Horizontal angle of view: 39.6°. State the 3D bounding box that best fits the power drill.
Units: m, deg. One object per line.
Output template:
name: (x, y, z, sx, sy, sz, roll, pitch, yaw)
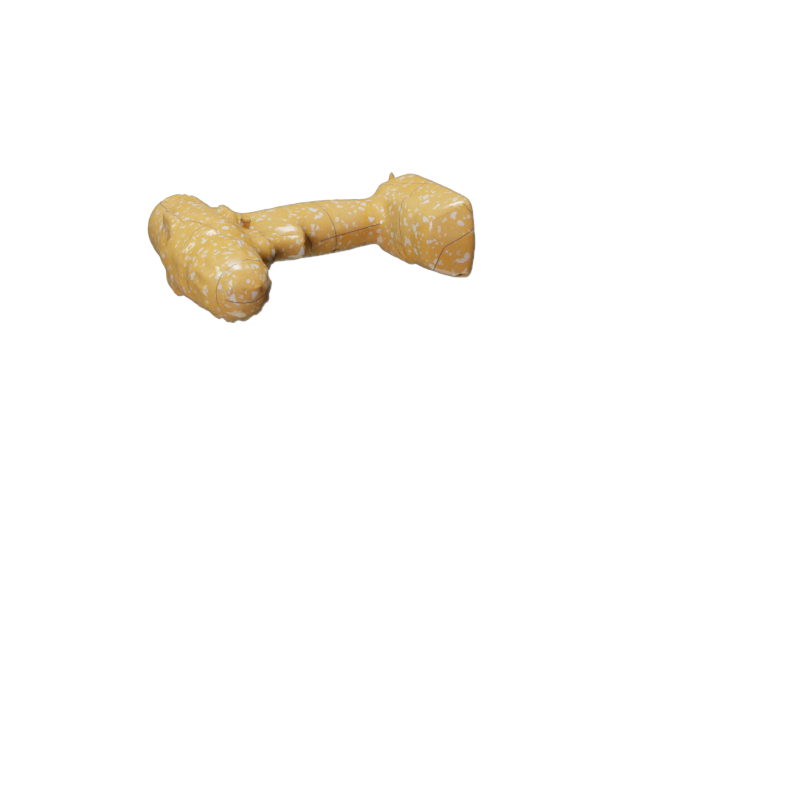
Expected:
power drill: (-0.053, -0.097, 0.681, 0.184, 0.055, 0.196, -8, 23, -19)
